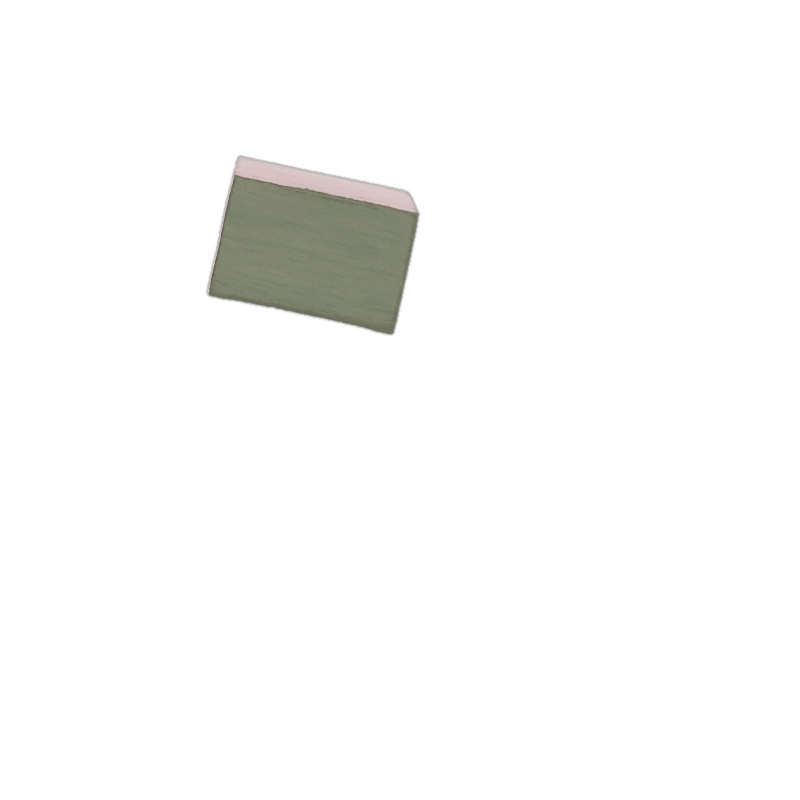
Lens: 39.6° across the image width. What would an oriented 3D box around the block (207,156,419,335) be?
[{"bbox_3d":[-0.036,-0.066,0.462,0.077,0.051,0.053,12,15,-5],"label":"block"}]
